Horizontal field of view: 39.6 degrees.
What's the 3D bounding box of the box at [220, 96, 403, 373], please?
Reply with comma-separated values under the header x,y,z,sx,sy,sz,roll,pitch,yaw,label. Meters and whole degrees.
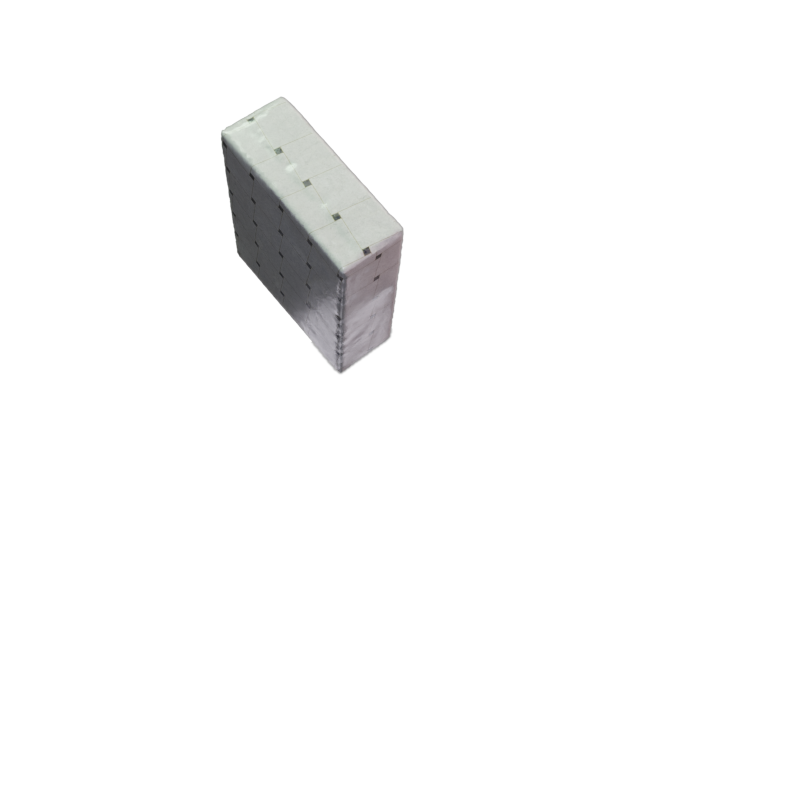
x,y,z,sx,sy,sz,roll,pitch,yaw,label
-0.075,-0.138,0.964,0.072,0.173,0.202,-35,-18,-16,box
